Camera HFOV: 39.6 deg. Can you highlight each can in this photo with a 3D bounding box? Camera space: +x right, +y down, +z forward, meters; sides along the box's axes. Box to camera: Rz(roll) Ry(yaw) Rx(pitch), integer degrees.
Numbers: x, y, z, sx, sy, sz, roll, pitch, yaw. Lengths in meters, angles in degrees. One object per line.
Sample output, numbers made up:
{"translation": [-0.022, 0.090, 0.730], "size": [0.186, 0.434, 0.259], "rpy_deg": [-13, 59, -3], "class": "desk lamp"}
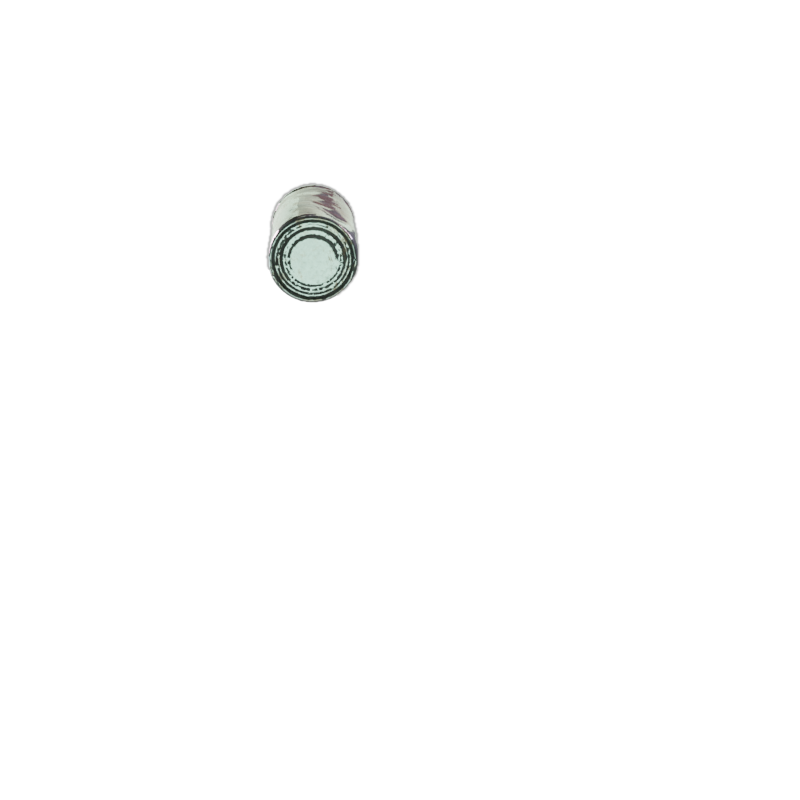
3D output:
{"translation": [-0.067, -0.122, 0.853], "size": [0.068, 0.066, 0.107], "rpy_deg": [0, 21, -3], "class": "can"}
